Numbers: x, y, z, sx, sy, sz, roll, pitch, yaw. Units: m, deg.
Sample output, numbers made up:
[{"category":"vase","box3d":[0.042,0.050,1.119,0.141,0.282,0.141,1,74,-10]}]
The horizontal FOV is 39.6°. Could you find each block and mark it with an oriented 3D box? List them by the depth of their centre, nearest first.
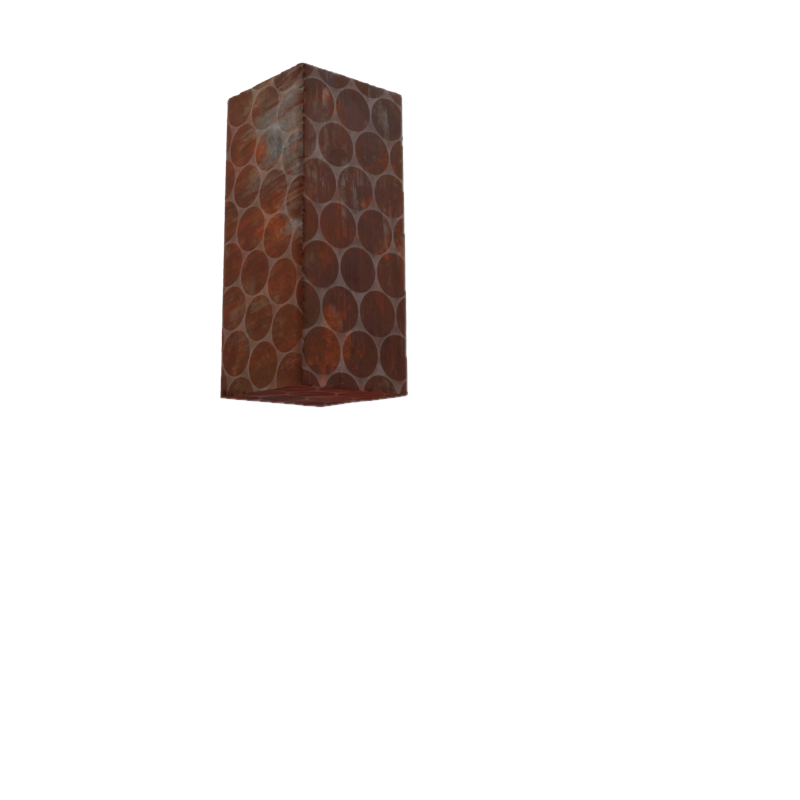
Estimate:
[{"category":"block","box3d":[-0.058,-0.105,0.738,0.086,0.213,0.092,10,-17,-40]}]
